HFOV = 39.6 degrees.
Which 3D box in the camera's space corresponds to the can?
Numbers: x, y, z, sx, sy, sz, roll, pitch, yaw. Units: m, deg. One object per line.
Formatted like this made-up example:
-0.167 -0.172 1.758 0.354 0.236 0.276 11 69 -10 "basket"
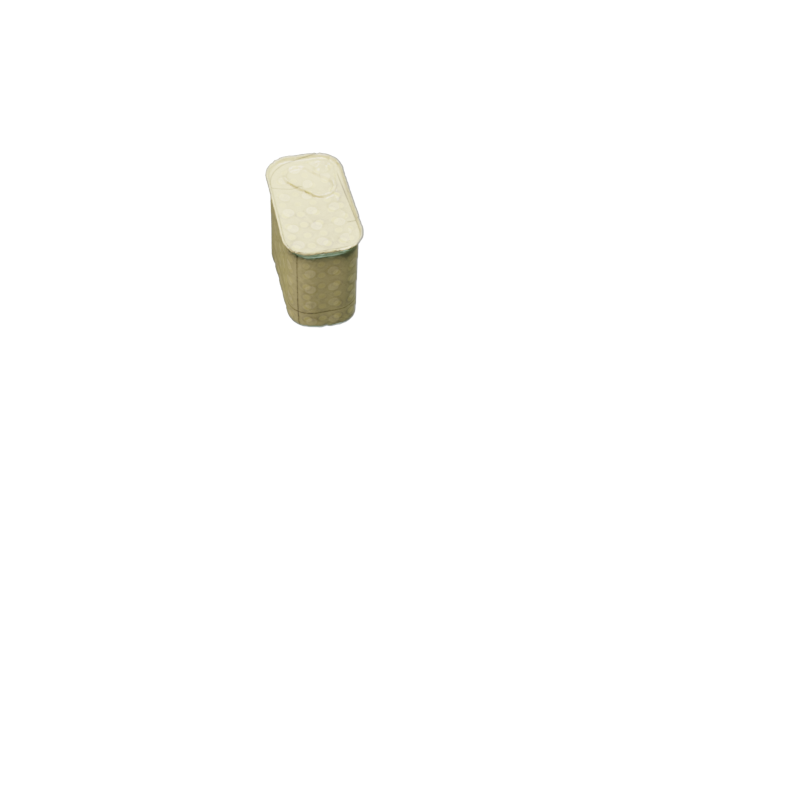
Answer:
-0.064 -0.116 0.811 0.057 0.110 0.078 -9 -40 -10 "can"
